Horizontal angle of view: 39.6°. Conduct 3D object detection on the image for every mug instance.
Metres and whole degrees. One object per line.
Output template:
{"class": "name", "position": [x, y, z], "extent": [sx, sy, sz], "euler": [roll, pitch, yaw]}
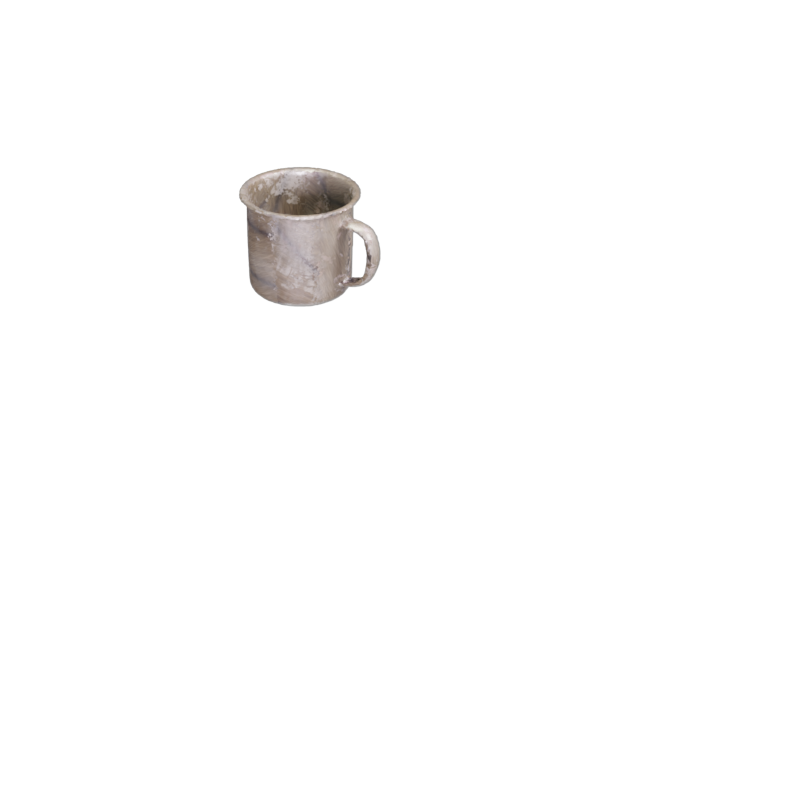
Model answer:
{"class": "mug", "position": [-0.067, -0.122, 0.856], "extent": [0.123, 0.077, 0.095], "euler": [18, 35, 25]}
